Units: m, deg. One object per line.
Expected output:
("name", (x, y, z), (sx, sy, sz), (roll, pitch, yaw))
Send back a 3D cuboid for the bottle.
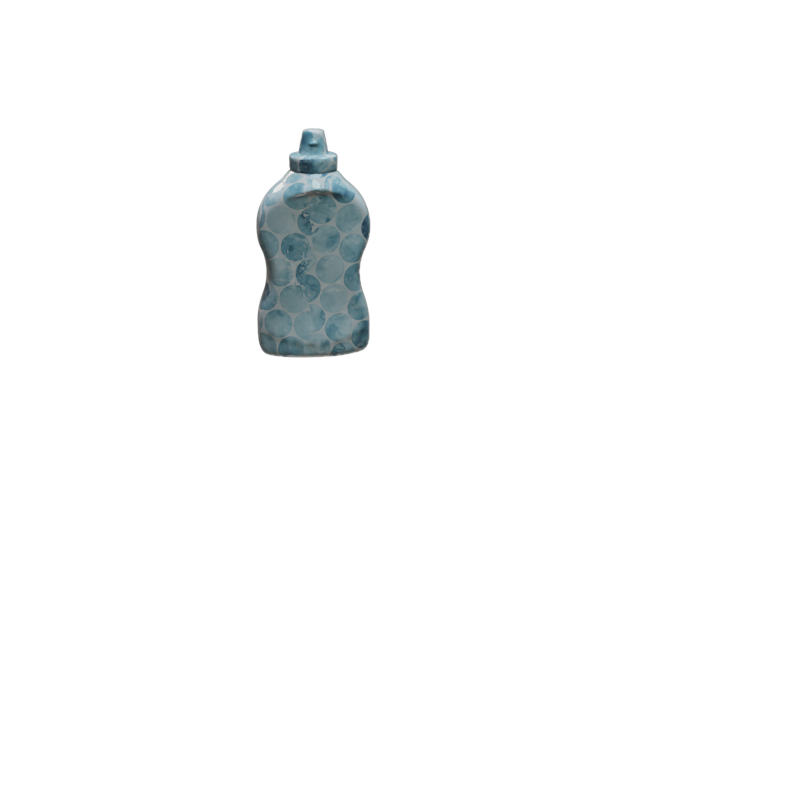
("bottle", (-0.074, -0.134, 0.940), (0.095, 0.185, 0.061), (-1, 15, -7))
